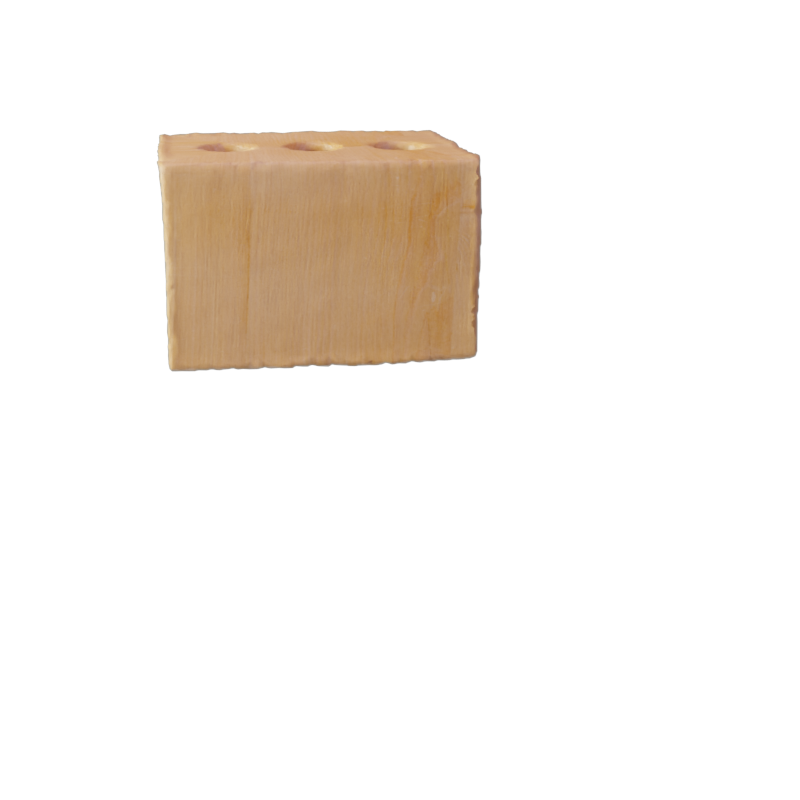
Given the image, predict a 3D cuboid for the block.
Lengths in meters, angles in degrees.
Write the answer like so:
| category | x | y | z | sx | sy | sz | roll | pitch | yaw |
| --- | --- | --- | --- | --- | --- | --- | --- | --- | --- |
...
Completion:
| category | x | y | z | sx | sy | sz | roll | pitch | yaw |
| --- | --- | --- | --- | --- | --- | --- | --- | --- | --- |
| block | -0.022 | -0.041 | 0.285 | 0.077 | 0.050 | 0.055 | -2 | 17 | -9 |
